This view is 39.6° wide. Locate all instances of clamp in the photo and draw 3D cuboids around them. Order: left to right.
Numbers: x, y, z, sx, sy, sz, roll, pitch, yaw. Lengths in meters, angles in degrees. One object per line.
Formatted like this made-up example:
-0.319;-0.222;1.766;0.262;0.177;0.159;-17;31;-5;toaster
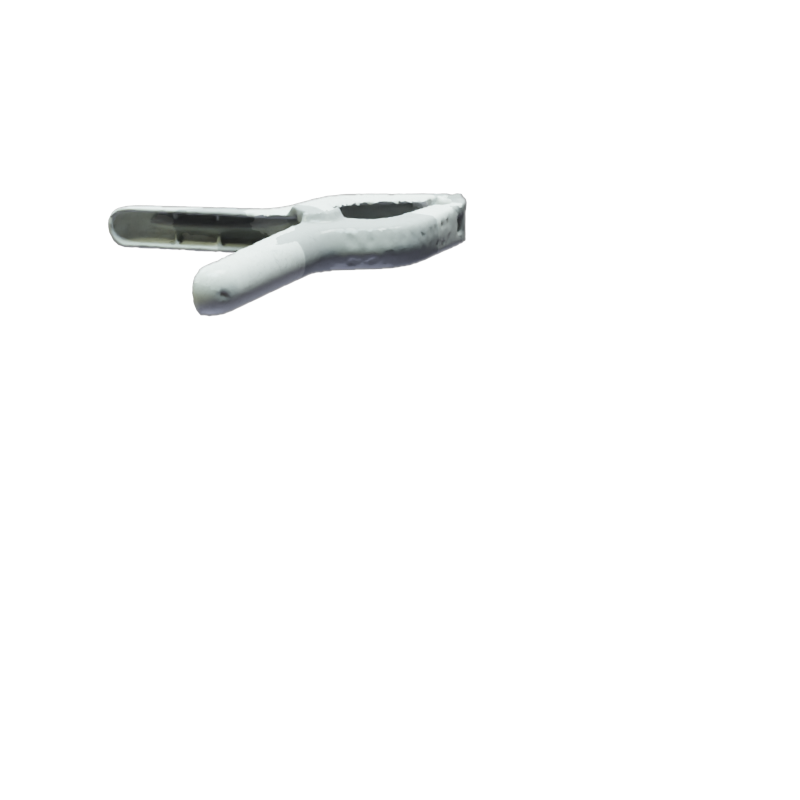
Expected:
-0.049;-0.090;0.630;0.206;0.035;0.175;-8;24;-19;clamp
